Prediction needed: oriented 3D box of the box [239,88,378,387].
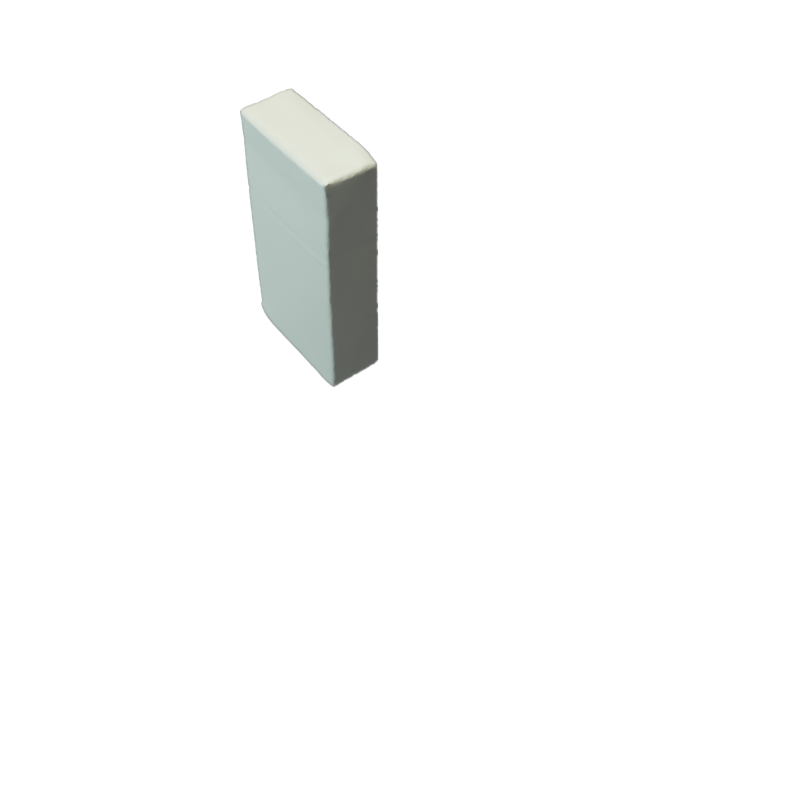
[{"bbox_3d":[-0.055,-0.101,0.708,0.048,0.164,0.100,-26,53,-26],"label":"box"}]
